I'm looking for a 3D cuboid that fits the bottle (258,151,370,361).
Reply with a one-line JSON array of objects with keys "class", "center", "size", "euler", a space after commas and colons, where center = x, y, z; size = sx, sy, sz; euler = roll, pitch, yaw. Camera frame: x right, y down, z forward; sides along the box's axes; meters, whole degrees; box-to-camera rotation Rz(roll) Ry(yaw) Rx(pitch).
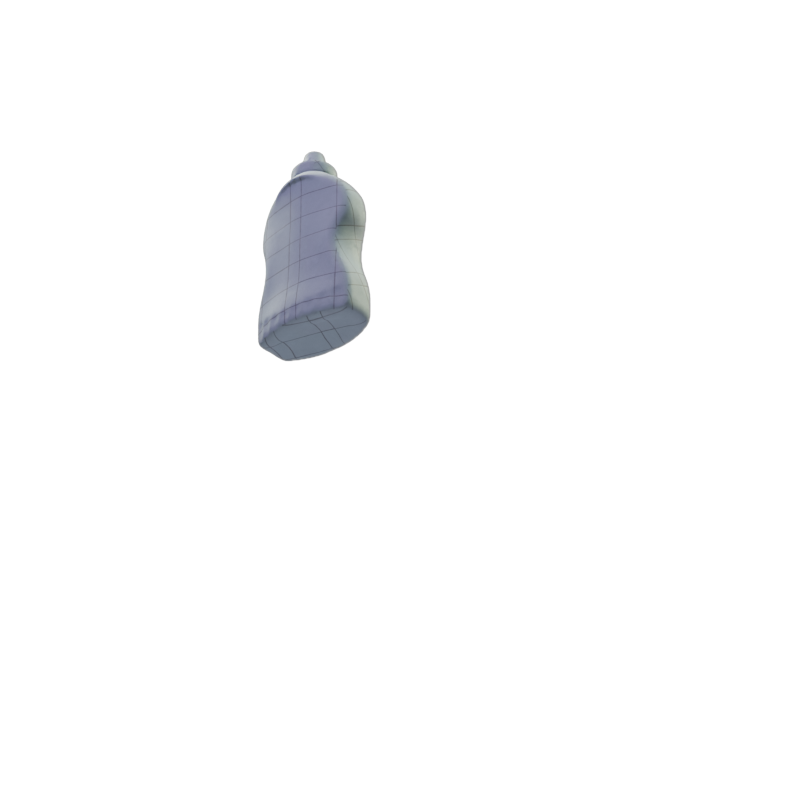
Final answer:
[{"class": "bottle", "center": [-0.073, -0.133, 0.931], "size": [0.096, 0.205, 0.054], "euler": [-26, -41, 31]}]
